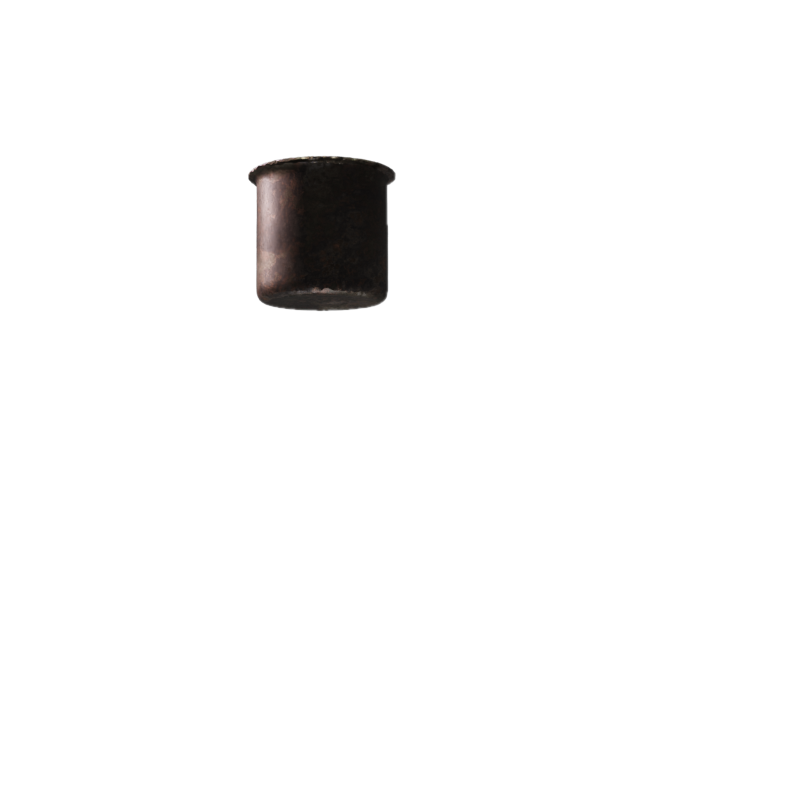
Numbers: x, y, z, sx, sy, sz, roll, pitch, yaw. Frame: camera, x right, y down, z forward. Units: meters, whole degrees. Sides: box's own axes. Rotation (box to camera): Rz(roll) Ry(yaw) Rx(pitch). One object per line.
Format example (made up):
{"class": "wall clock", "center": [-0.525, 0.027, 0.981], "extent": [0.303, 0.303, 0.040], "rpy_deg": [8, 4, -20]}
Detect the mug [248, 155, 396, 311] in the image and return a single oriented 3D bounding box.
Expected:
{"class": "mug", "center": [-0.055, -0.100, 0.700], "extent": [0.090, 0.083, 0.119], "rpy_deg": [4, -7, -30]}
